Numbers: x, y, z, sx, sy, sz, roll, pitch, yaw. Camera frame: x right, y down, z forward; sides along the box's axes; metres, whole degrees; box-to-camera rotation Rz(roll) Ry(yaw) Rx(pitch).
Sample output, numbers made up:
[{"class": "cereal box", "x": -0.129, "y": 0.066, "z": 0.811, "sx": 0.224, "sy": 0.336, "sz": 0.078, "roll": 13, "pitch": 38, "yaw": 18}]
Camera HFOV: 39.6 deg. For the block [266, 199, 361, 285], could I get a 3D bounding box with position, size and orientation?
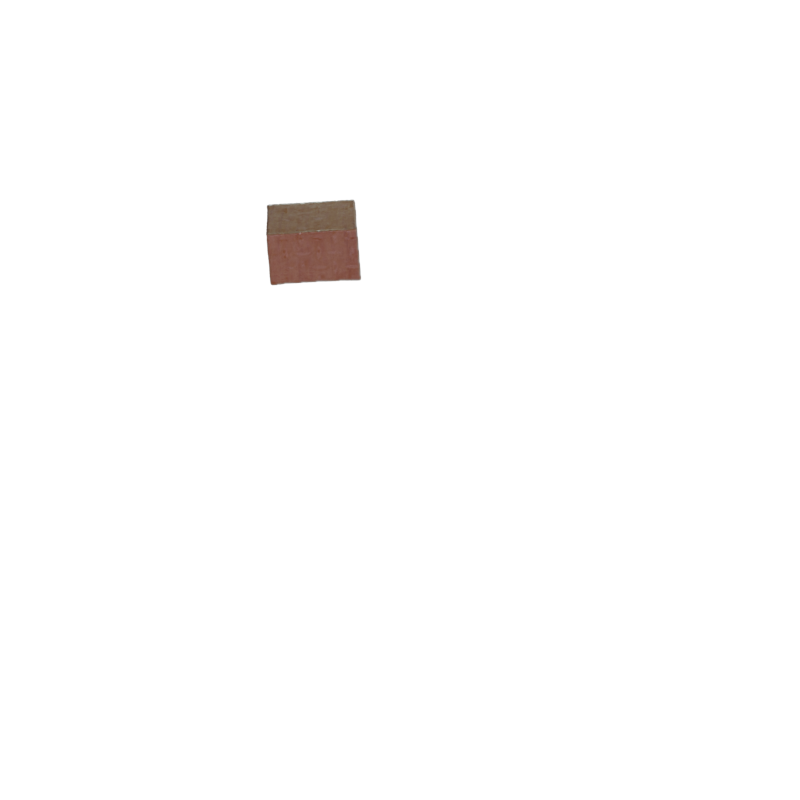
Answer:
[{"class": "block", "x": -0.074, "y": -0.134, "z": 0.942, "sx": 0.078, "sy": 0.049, "sz": 0.055, "roll": -2, "pitch": 36, "yaw": 0}]
